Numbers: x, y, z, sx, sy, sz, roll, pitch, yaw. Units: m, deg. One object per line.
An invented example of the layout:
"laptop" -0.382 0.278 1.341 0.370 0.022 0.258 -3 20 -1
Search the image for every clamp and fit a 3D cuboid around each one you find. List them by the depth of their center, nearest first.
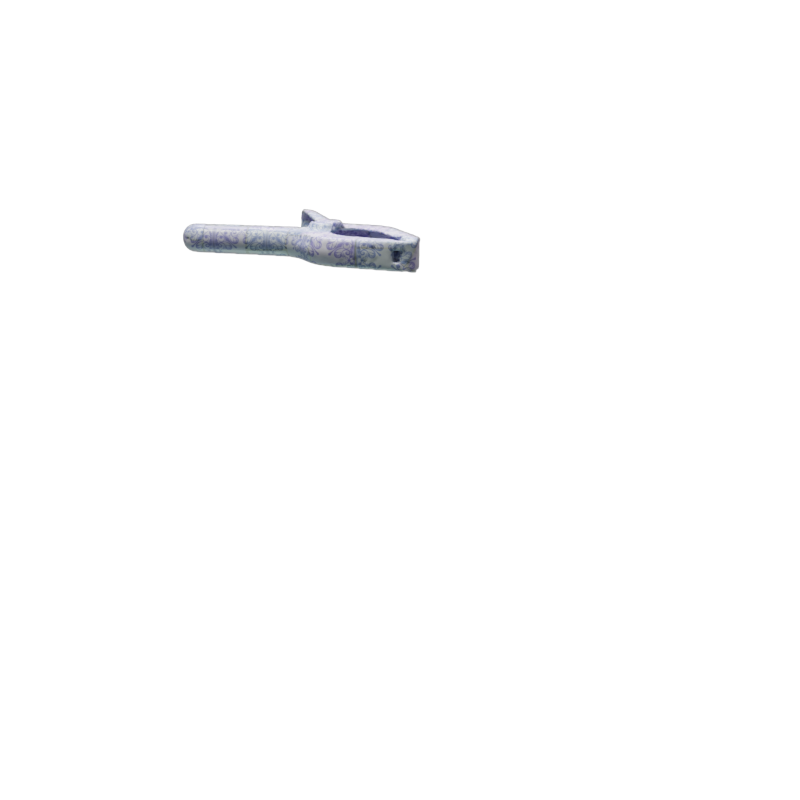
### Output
"clamp" -0.076 -0.138 0.968 0.161 0.035 0.222 -15 23 -40
